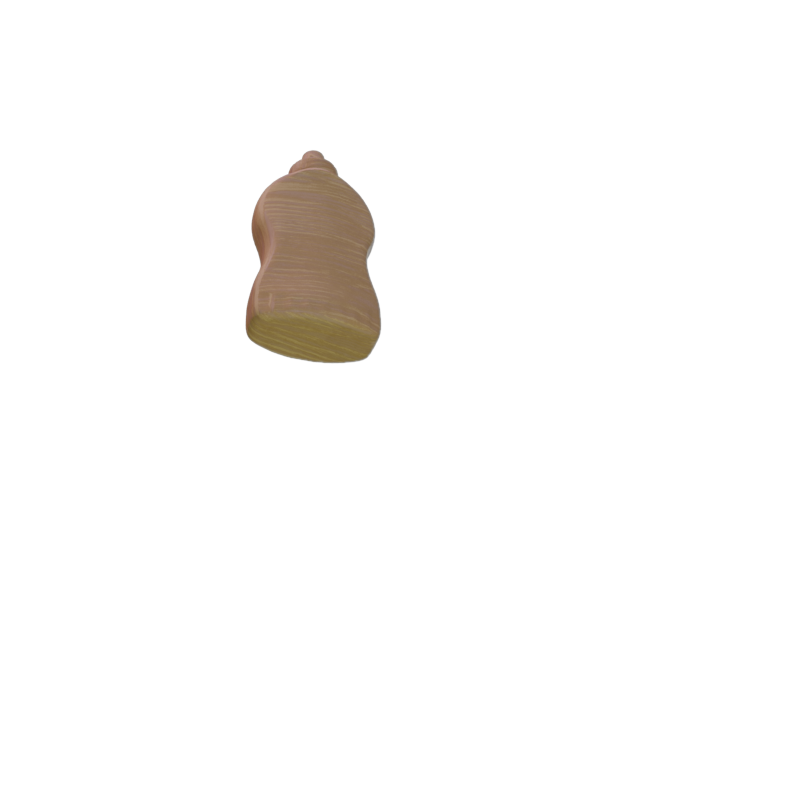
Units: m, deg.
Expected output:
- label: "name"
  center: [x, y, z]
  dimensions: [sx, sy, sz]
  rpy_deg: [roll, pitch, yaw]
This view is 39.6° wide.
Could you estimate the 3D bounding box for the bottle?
- label: "bottle"
  center: [-0.067, -0.121, 0.853]
  dimensions: [0.094, 0.206, 0.055]
  rpy_deg: [7, -40, -13]
